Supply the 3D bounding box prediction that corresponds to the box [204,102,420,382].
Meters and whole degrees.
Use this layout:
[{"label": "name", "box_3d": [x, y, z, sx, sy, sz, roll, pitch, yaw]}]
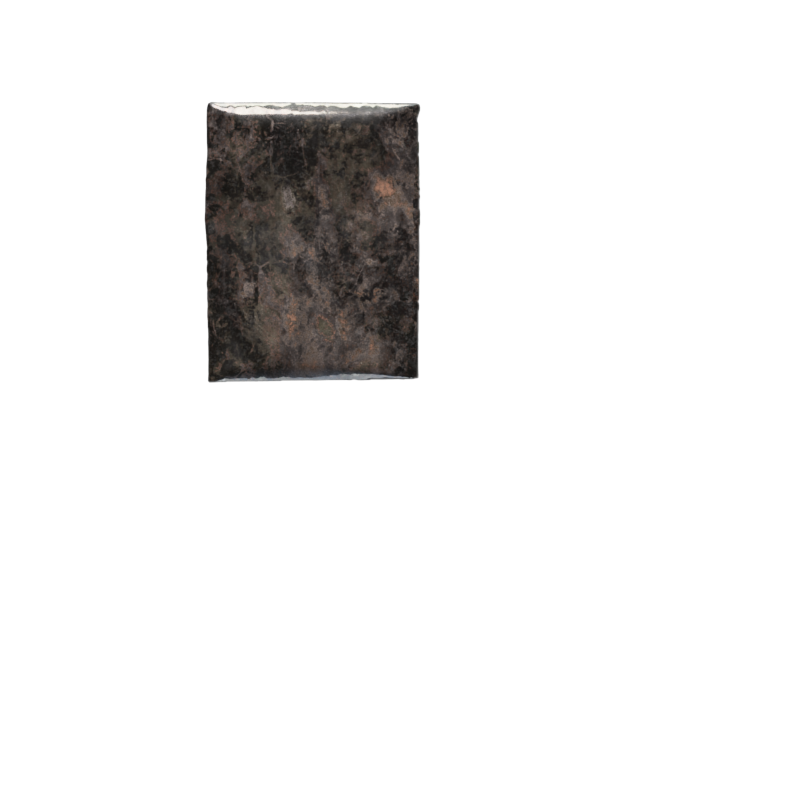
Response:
[{"label": "box", "box_3d": [-0.067, -0.123, 0.860, 0.164, 0.212, 0.073, 0, 4, -2]}]
